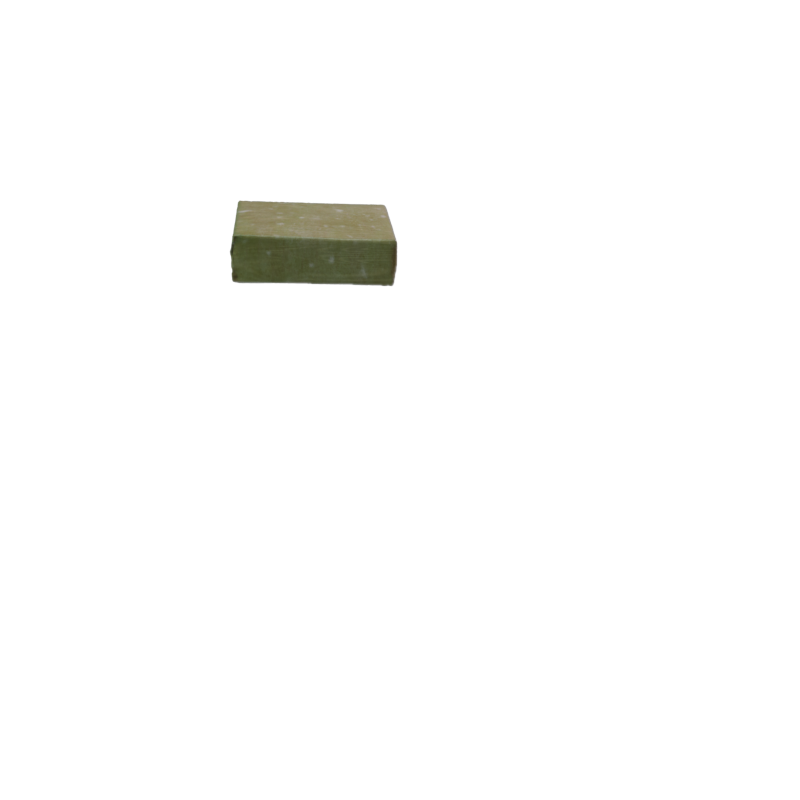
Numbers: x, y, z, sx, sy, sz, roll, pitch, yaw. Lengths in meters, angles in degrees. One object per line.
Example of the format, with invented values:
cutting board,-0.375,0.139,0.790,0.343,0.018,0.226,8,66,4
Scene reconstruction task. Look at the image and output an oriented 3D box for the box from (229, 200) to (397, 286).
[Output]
box,-0.061,-0.112,0.782,0.113,0.037,0.094,-1,23,-3
